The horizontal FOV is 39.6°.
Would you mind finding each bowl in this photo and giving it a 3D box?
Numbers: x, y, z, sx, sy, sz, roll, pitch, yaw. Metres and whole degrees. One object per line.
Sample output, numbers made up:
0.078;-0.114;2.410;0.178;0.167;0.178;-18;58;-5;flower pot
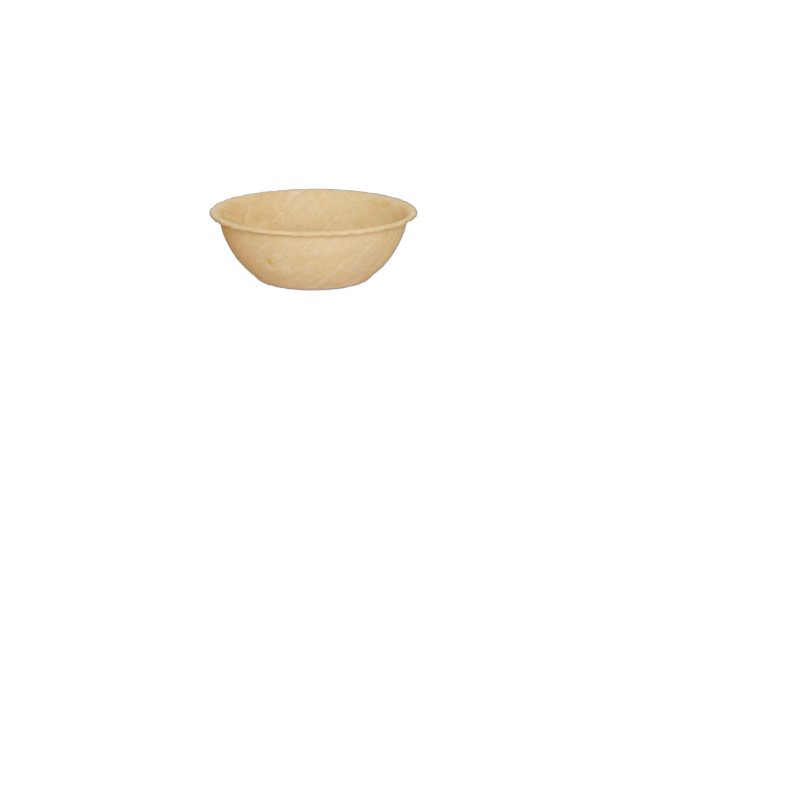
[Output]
-0.068;-0.124;0.869;0.162;0.053;0.169;-1;20;-2;bowl
